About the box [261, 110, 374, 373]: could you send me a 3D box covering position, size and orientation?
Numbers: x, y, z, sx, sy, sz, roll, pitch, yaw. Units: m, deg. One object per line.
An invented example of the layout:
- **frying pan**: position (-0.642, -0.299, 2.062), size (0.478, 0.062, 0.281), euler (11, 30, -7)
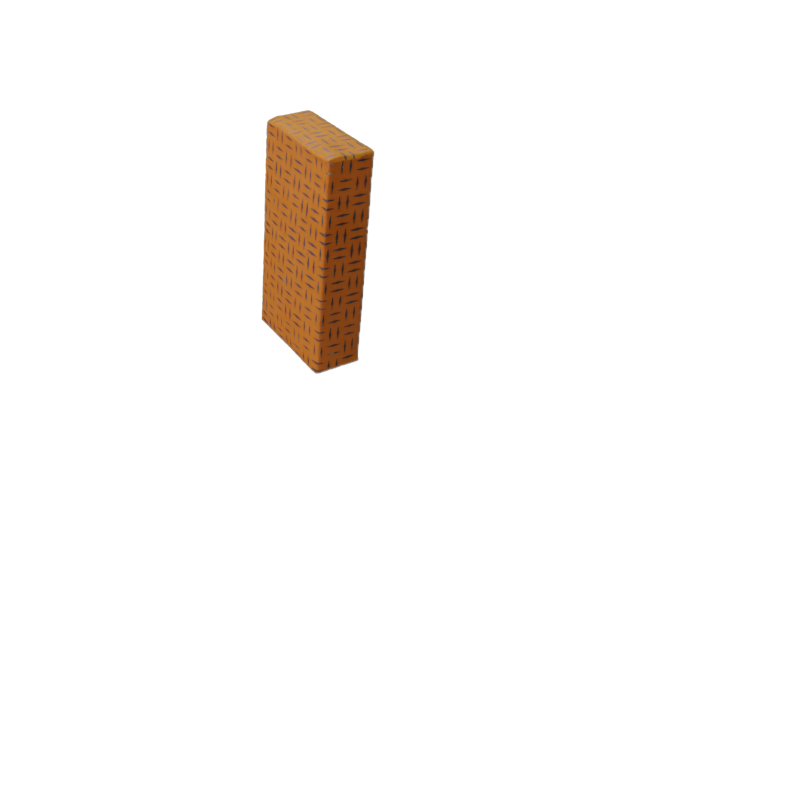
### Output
- **box**: position (-0.066, -0.119, 0.833), size (0.047, 0.166, 0.101), euler (-16, 35, -28)
